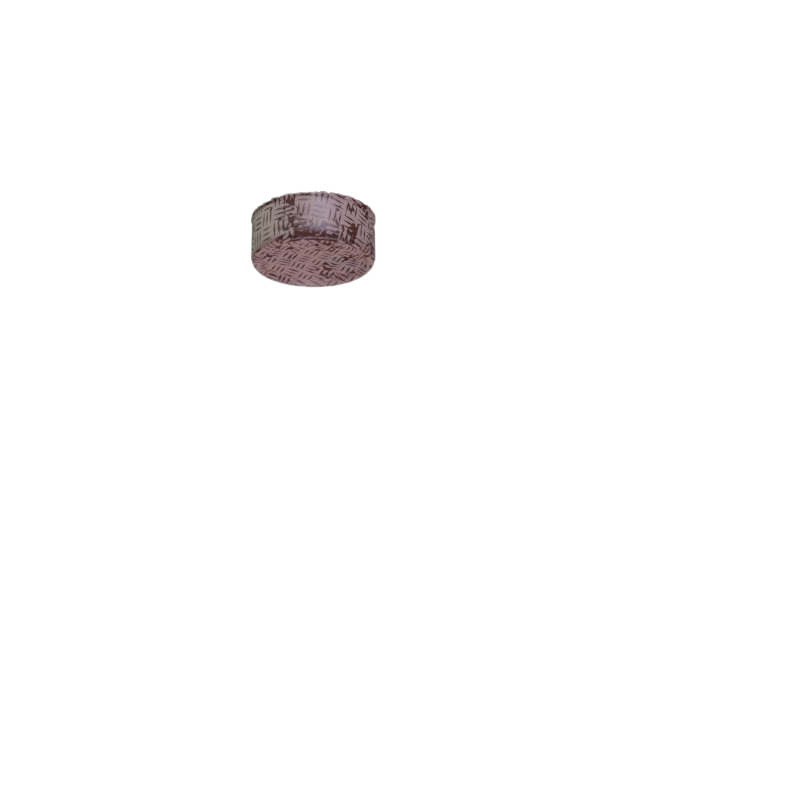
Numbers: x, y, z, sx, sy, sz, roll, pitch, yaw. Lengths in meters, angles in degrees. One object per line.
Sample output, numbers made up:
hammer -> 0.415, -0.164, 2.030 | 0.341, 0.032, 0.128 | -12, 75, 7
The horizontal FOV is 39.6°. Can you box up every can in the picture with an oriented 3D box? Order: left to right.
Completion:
can -> -0.059, -0.108, 0.755 | 0.086, 0.035, 0.082 | 0, -19, -2
